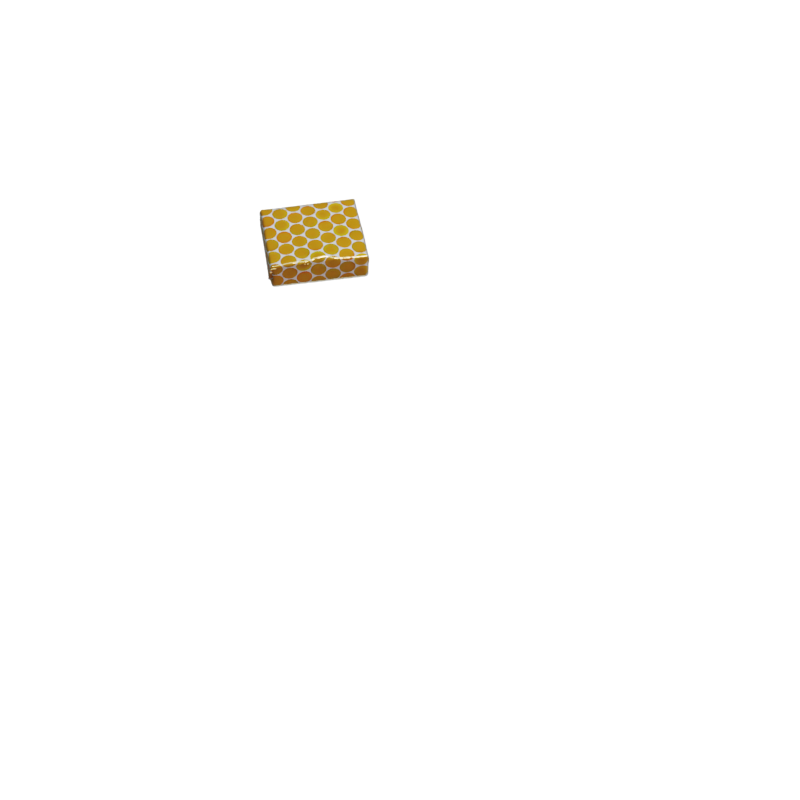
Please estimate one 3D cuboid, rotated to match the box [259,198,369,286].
[{"bbox_3d":[-0.078,-0.142,0.991,0.089,0.079,0.028,-7,-39,-7],"label":"box"}]
